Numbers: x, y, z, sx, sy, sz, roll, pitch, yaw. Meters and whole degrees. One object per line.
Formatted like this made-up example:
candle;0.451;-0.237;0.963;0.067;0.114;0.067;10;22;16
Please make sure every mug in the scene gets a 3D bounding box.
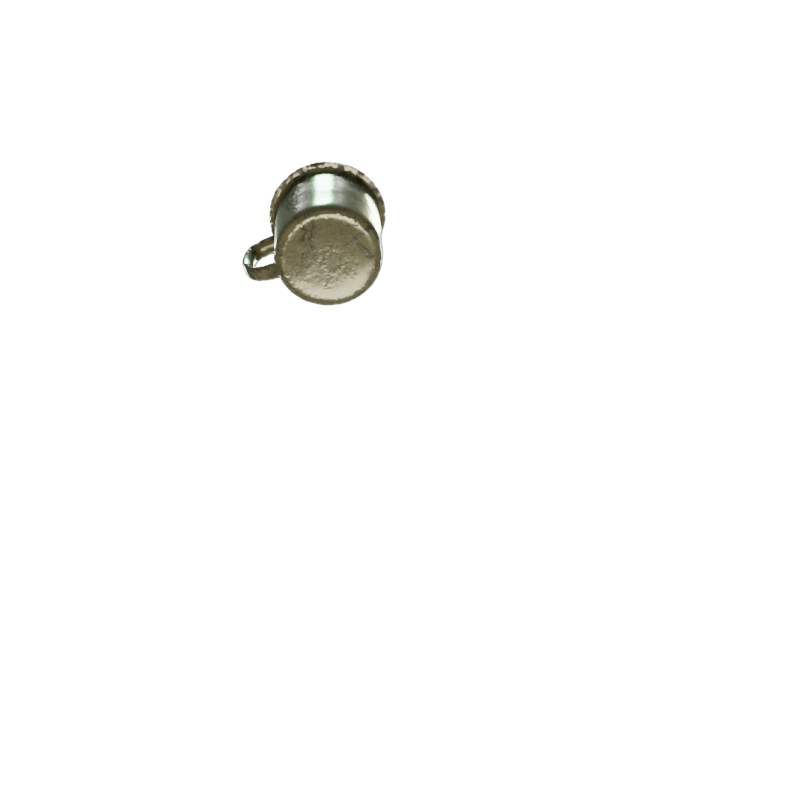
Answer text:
mug;-0.067;-0.122;0.853;0.117;0.088;0.086;-17;28;8
